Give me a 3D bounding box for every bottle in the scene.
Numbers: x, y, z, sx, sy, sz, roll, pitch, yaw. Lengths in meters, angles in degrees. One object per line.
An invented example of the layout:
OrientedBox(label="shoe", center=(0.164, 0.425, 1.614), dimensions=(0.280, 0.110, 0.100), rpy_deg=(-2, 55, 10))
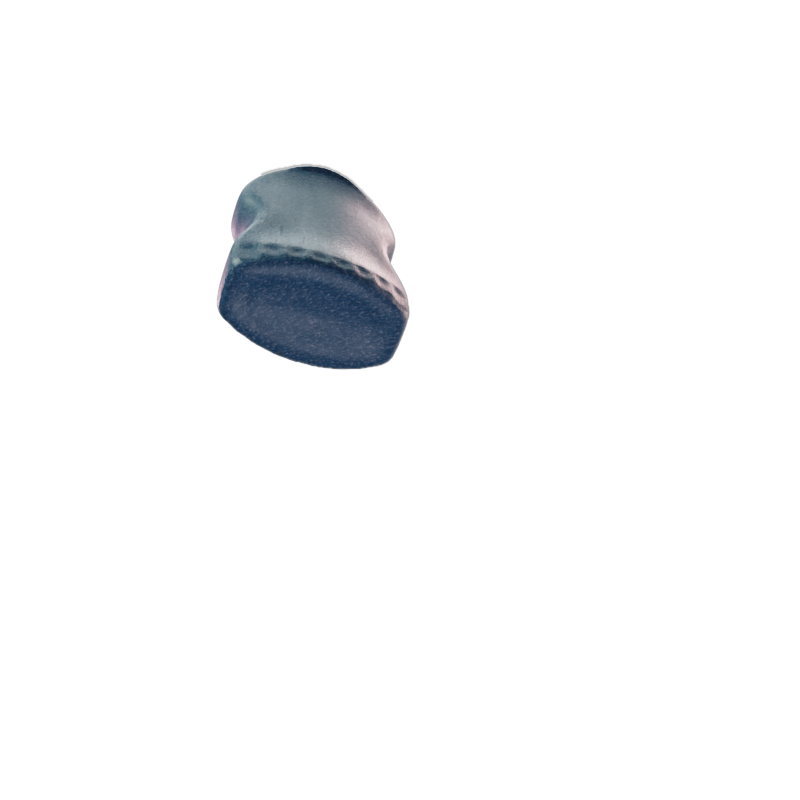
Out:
OrientedBox(label="bottle", center=(-0.050, -0.090, 0.635), dimensions=(0.094, 0.056, 0.203), rpy_deg=(13, 27, -11))
